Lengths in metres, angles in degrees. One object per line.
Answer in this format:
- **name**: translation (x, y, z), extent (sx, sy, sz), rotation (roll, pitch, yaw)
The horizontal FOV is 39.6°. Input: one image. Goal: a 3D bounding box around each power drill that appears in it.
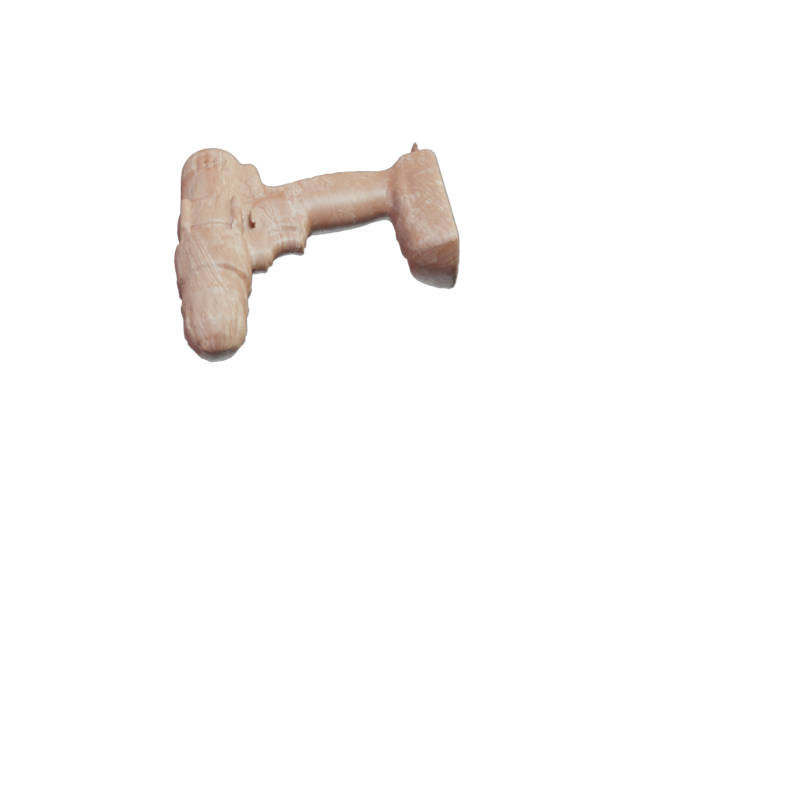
- **power drill**: translation (-0.059, -0.107, 0.748), extent (0.187, 0.199, 0.053), rotation (-5, -41, -4)
